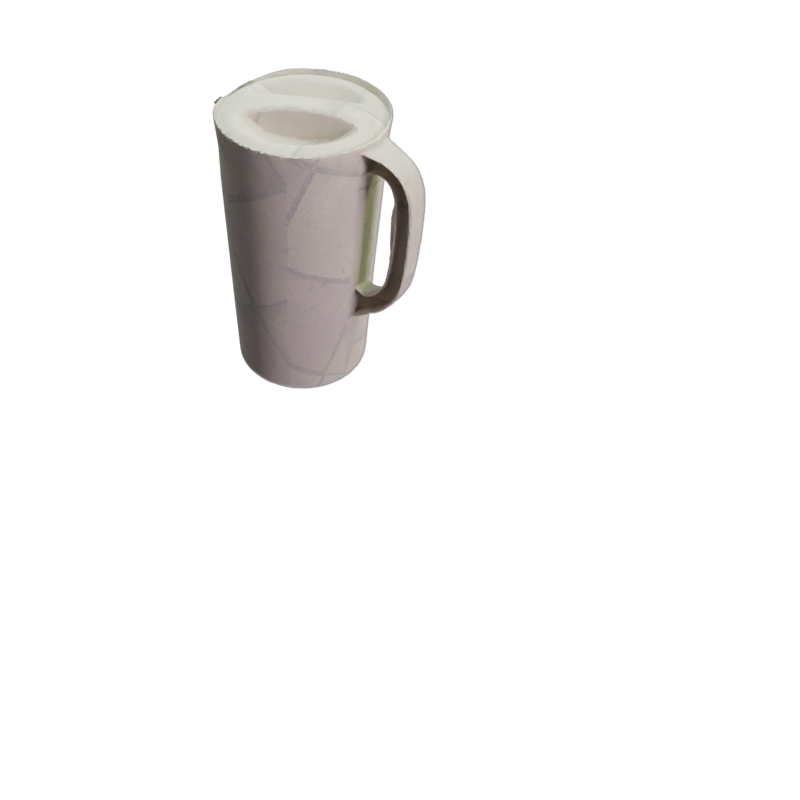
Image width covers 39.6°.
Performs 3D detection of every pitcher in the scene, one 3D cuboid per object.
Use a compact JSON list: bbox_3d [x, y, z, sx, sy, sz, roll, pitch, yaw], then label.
[{"bbox_3d":[-0.068,-0.125,0.874,0.144,0.227,0.161,-5,40,-9],"label":"pitcher"}]
